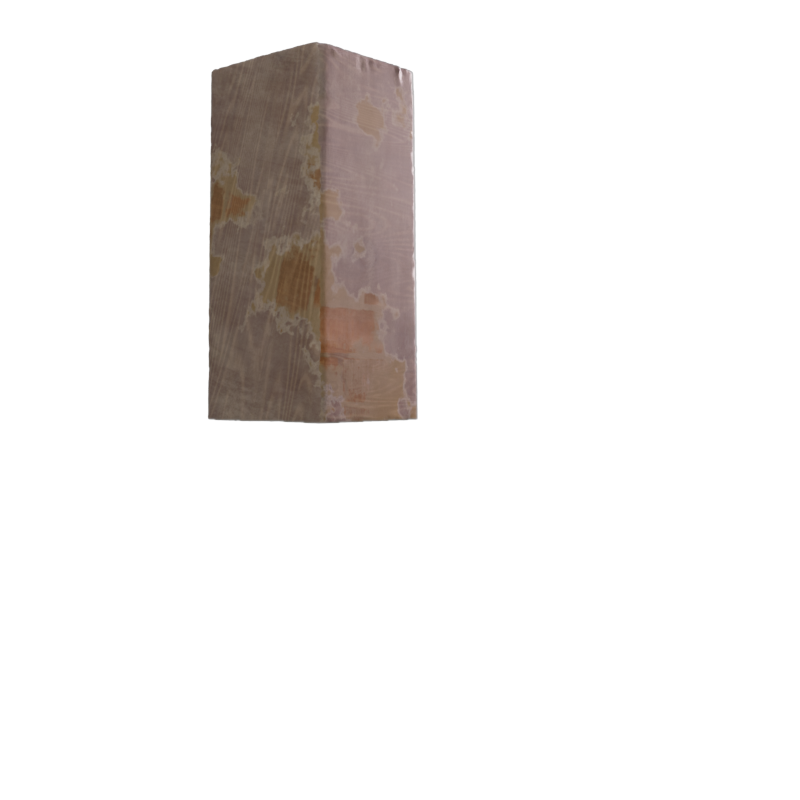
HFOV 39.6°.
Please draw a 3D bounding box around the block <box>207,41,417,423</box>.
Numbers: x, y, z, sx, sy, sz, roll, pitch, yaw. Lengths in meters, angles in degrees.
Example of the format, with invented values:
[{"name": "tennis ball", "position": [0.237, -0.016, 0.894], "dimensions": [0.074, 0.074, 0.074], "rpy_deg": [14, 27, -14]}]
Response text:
[{"name": "block", "position": [-0.051, -0.093, 0.649], "dimensions": [0.093, 0.210, 0.086], "rpy_deg": [-5, -8, 40]}]
